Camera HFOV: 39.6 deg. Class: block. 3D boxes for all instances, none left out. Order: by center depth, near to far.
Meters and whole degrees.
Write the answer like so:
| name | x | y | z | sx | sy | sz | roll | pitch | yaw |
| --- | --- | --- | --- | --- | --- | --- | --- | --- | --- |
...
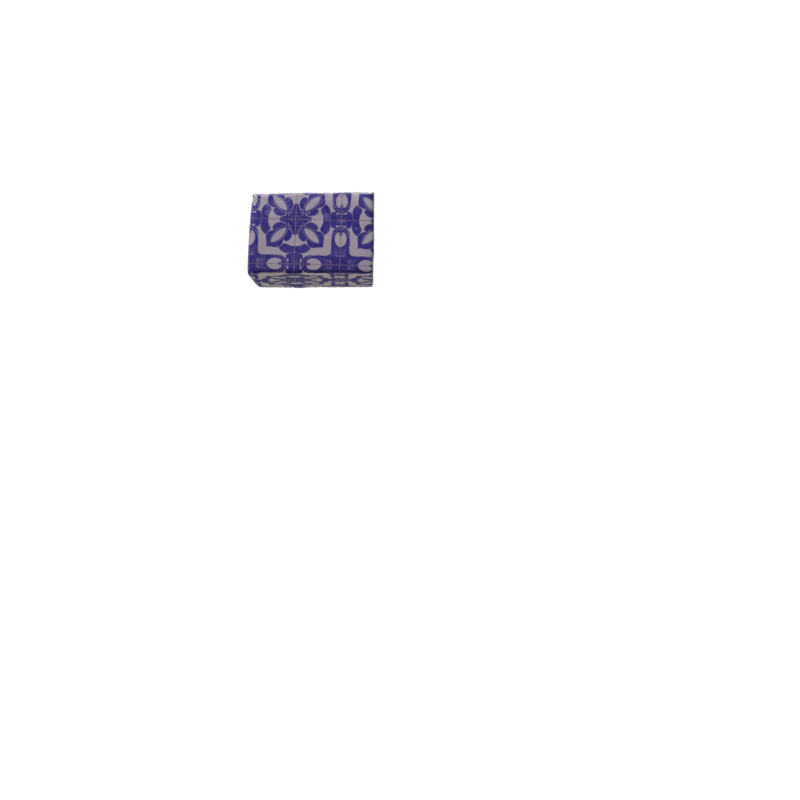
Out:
| name | x | y | z | sx | sy | sz | roll | pitch | yaw |
| --- | --- | --- | --- | --- | --- | --- | --- | --- | --- |
| block | -0.055 | -0.100 | 0.702 | 0.078 | 0.053 | 0.051 | 0 | -8 | 1 |
